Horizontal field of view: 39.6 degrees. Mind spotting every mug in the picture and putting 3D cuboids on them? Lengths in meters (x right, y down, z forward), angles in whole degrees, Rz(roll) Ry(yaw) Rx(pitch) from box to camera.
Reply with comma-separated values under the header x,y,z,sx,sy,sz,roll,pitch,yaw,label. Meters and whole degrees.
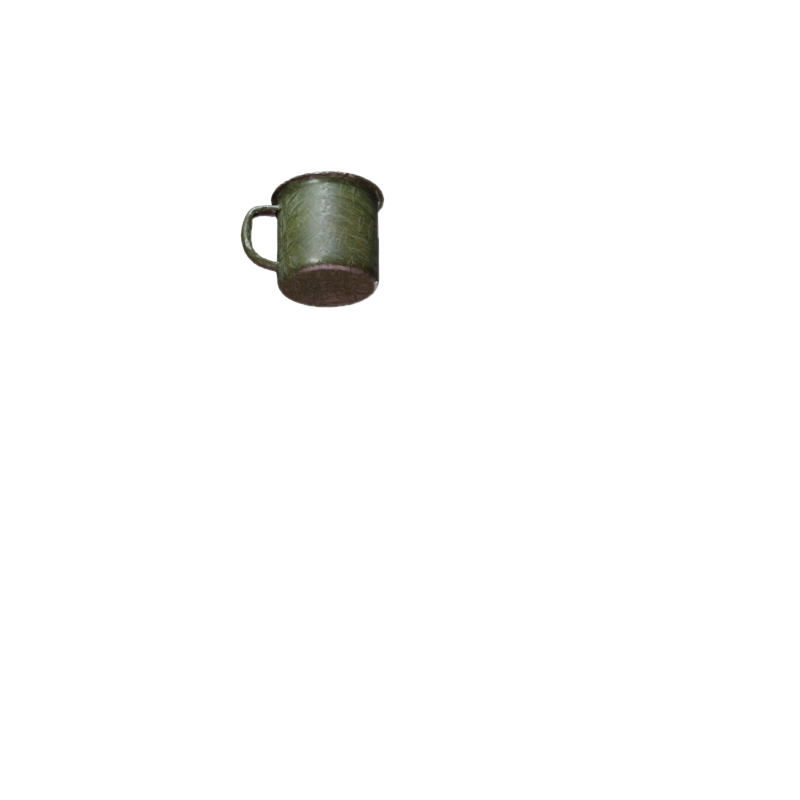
x,y,z,sx,sy,sz,roll,pitch,yaw,label
-0.070,-0.127,0.890,0.115,0.086,0.090,5,-24,-14,mug
